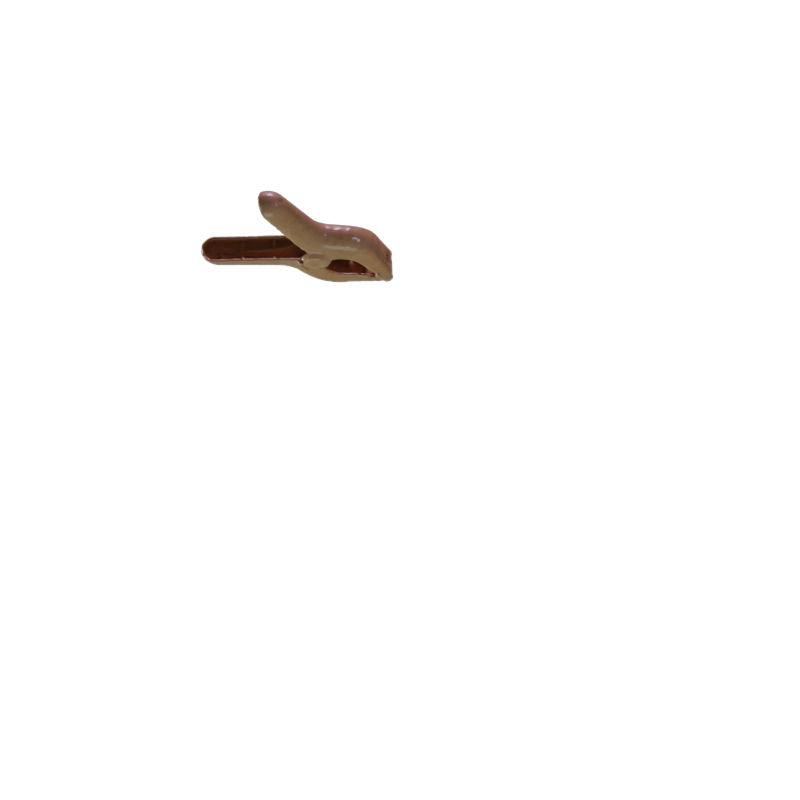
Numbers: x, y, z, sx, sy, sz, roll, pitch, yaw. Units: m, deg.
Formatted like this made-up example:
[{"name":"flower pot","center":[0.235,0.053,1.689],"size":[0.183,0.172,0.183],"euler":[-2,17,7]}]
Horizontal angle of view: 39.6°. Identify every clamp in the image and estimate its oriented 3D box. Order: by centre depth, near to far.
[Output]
[{"name":"clamp","center":[-0.075,-0.137,0.959],"size":[0.166,0.041,0.119],"euler":[5,-14,-23]}]
